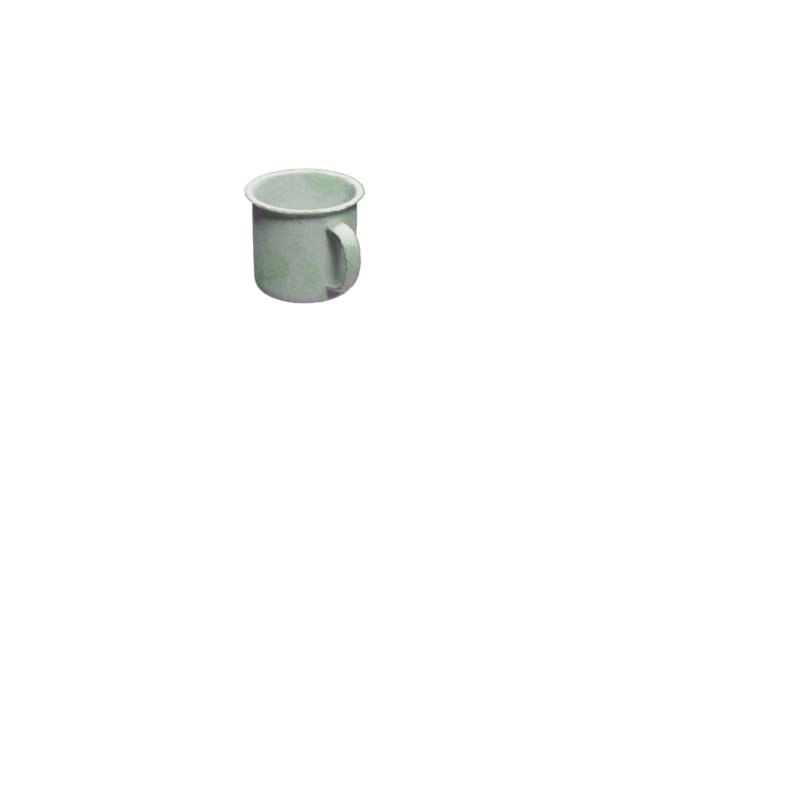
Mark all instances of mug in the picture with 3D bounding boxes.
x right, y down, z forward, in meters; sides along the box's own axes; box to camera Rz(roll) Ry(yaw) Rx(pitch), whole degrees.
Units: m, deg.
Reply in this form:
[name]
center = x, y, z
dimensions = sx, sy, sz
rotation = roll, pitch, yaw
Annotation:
[mug]
center = -0.068, -0.123, 0.863
dimensions = 0.092, 0.077, 0.126
rotation = -19, 34, -32
